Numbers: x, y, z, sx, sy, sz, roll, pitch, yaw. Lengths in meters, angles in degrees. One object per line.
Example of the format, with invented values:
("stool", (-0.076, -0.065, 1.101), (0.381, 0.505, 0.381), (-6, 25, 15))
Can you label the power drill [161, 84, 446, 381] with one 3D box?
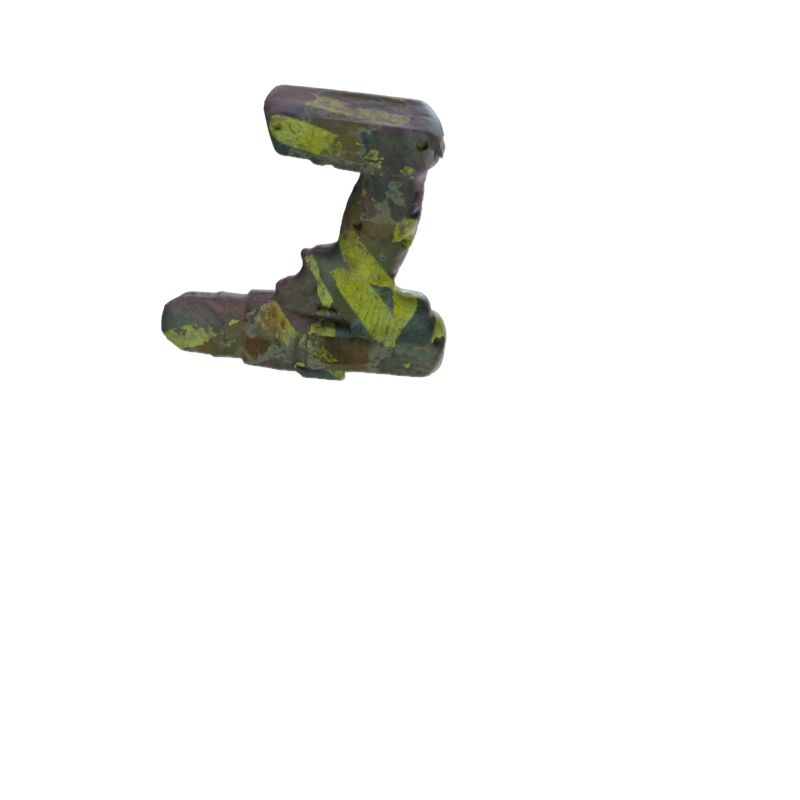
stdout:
("power drill", (-0.054, -0.098, 0.686), (0.183, 0.177, 0.061), (5, 34, -4))
